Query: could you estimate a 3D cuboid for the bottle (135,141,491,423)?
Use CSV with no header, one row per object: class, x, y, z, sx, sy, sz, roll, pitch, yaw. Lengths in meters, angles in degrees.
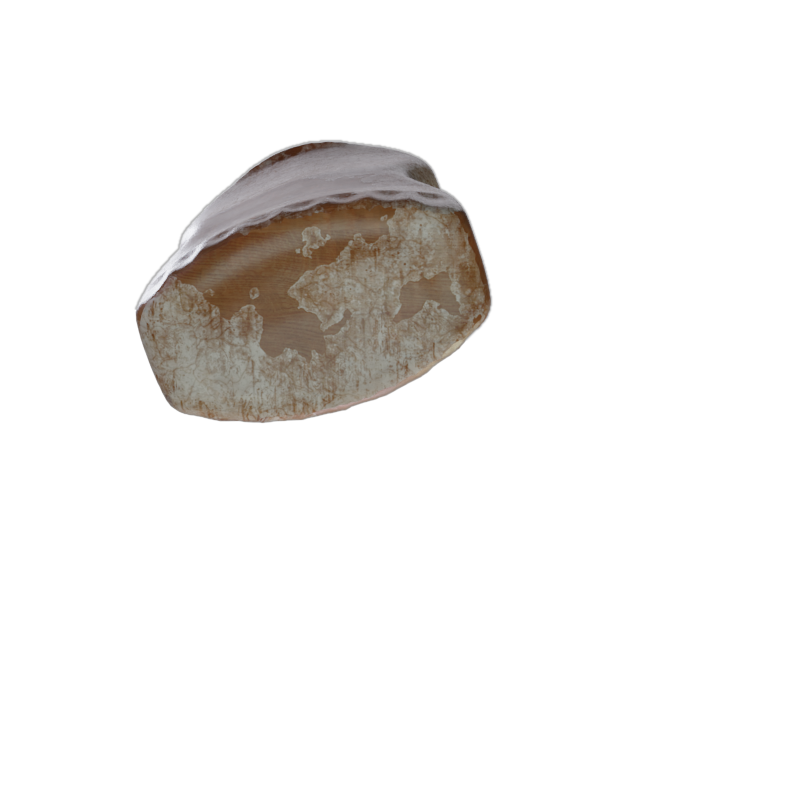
bottle,-0.030,-0.055,0.386,0.096,0.056,0.199,-19,19,3
